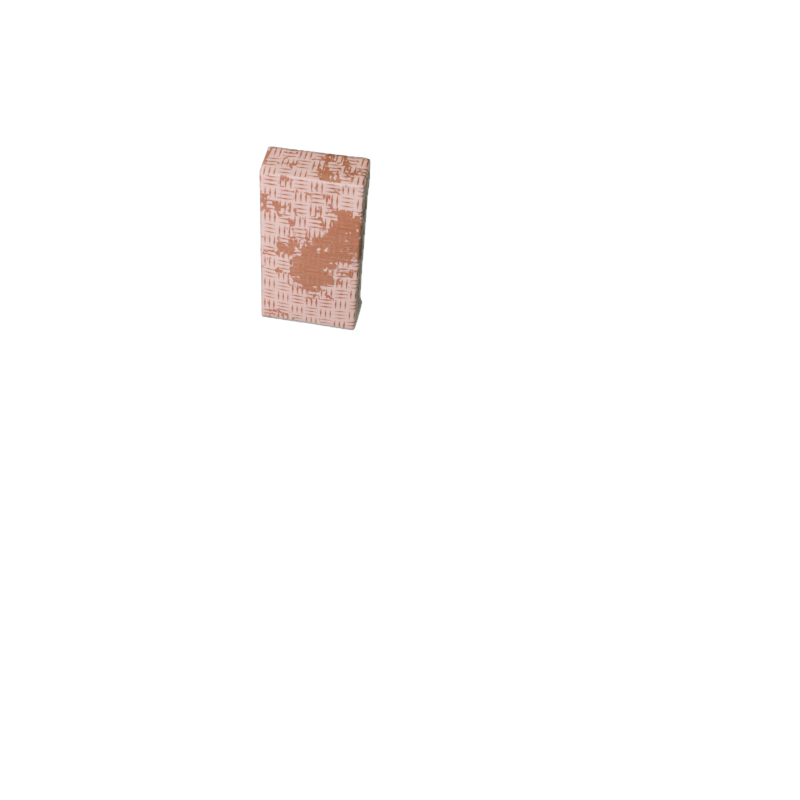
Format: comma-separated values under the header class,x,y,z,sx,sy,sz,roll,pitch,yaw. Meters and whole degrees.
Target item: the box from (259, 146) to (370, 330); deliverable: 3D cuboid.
class,x,y,z,sx,sy,sz,roll,pitch,yaw
box,-0.079,-0.143,1.000,0.094,0.051,0.164,9,-42,5
